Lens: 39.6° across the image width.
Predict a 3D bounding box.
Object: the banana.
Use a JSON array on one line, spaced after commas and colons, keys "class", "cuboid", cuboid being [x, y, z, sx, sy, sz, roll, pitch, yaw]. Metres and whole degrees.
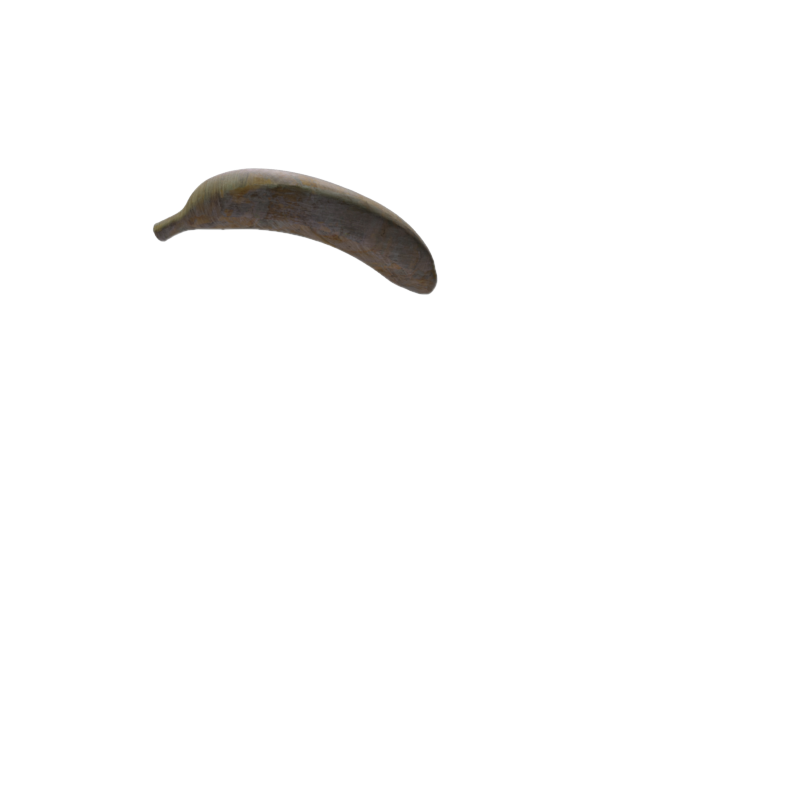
[{"class": "banana", "cuboid": [-0.049, -0.108, 0.690, 0.190, 0.039, 0.068, 11, -27, -24]}]
